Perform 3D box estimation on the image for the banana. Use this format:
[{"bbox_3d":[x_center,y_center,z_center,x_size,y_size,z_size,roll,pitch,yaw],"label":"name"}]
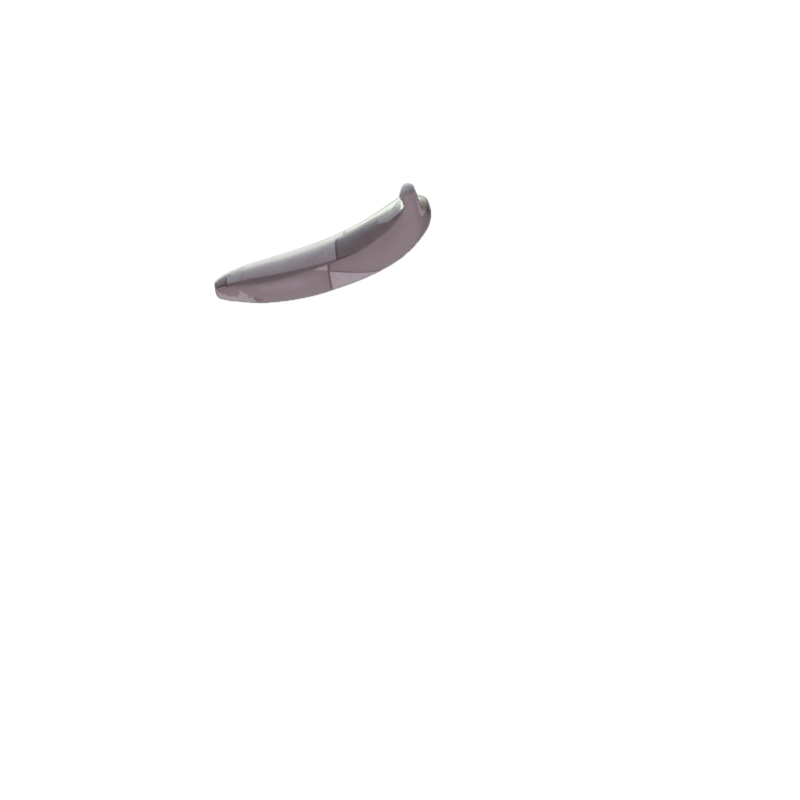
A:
[{"bbox_3d":[-0.046,-0.108,0.794,0.198,0.039,0.065,-22,-35,36],"label":"banana"}]
